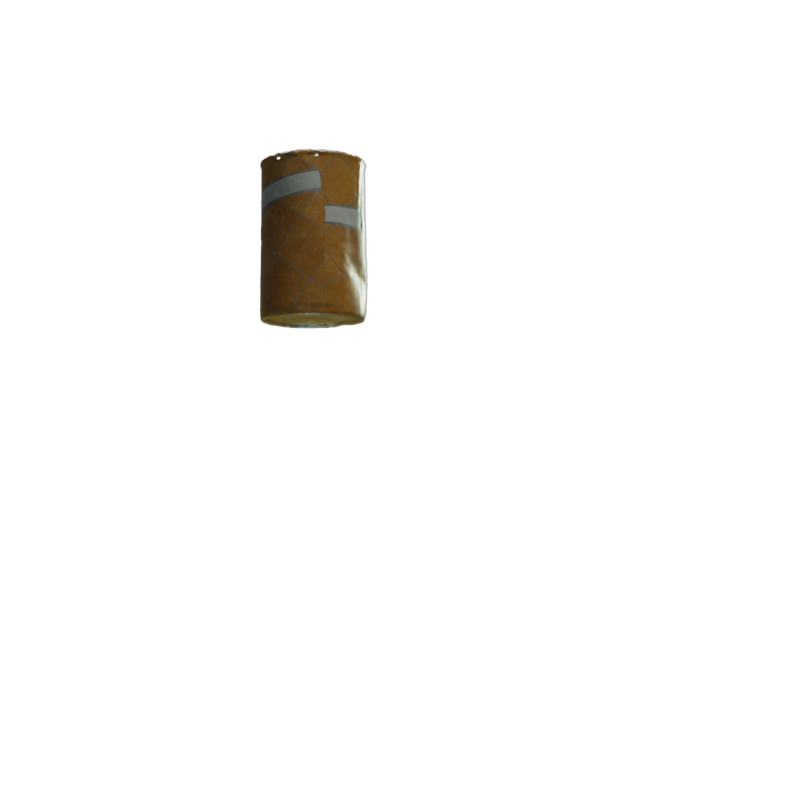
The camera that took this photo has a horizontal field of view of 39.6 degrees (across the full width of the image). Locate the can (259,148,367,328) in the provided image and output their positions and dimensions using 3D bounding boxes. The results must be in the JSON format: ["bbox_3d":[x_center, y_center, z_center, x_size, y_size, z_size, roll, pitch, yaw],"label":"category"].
[{"bbox_3d":[-0.055,-0.100,0.700,0.068,0.105,0.067,0,-9,-2],"label":"can"}]
